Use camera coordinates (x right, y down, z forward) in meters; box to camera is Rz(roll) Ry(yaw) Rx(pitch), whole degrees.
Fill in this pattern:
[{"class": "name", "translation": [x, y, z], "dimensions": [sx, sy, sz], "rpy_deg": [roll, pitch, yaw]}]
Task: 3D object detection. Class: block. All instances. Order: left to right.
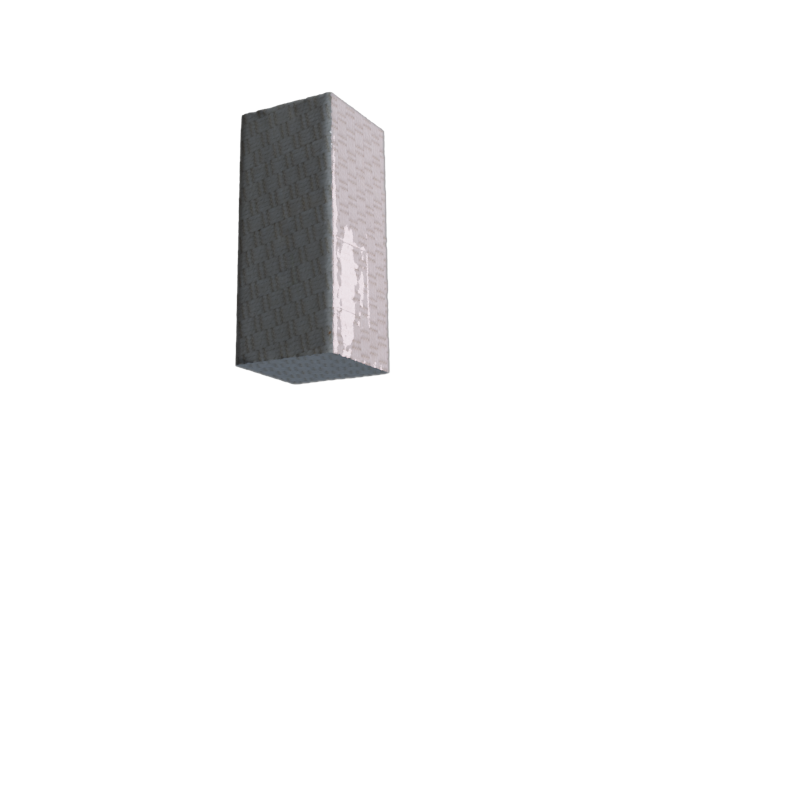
[{"class": "block", "translation": [-0.069, -0.125, 0.878], "dimensions": [0.092, 0.215, 0.085], "rpy_deg": [-10, -19, 28]}]
